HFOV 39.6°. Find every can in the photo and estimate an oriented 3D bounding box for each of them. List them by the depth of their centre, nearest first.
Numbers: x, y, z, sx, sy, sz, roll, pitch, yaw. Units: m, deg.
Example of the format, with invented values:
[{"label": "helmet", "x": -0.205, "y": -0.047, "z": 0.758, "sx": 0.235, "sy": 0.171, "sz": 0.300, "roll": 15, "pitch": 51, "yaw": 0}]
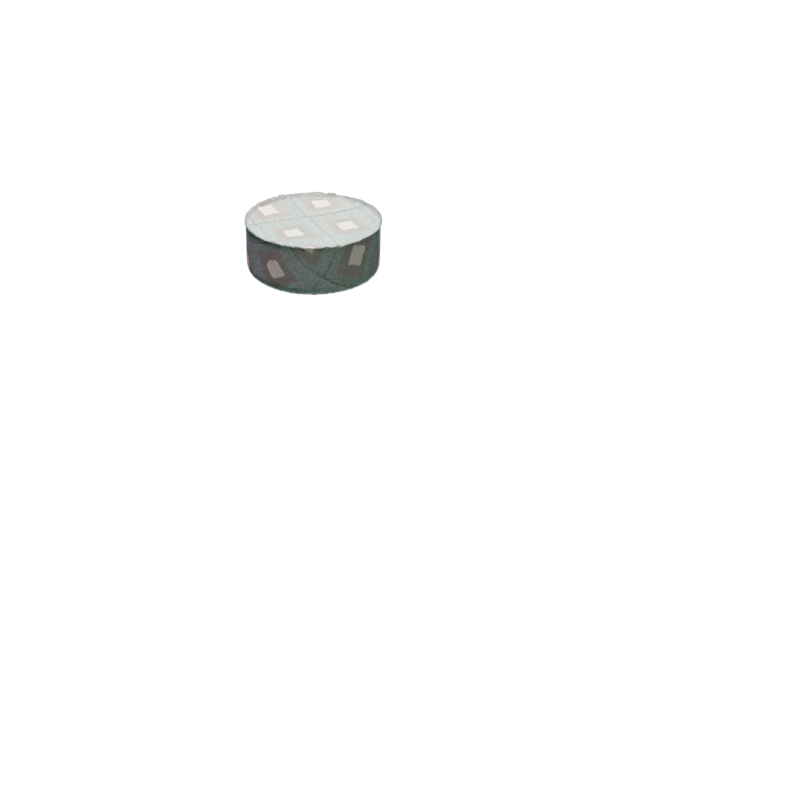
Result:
[{"label": "can", "x": -0.055, "y": -0.099, "z": 0.696, "sx": 0.086, "sy": 0.032, "sz": 0.091, "roll": -1, "pitch": 31, "yaw": -2}]
